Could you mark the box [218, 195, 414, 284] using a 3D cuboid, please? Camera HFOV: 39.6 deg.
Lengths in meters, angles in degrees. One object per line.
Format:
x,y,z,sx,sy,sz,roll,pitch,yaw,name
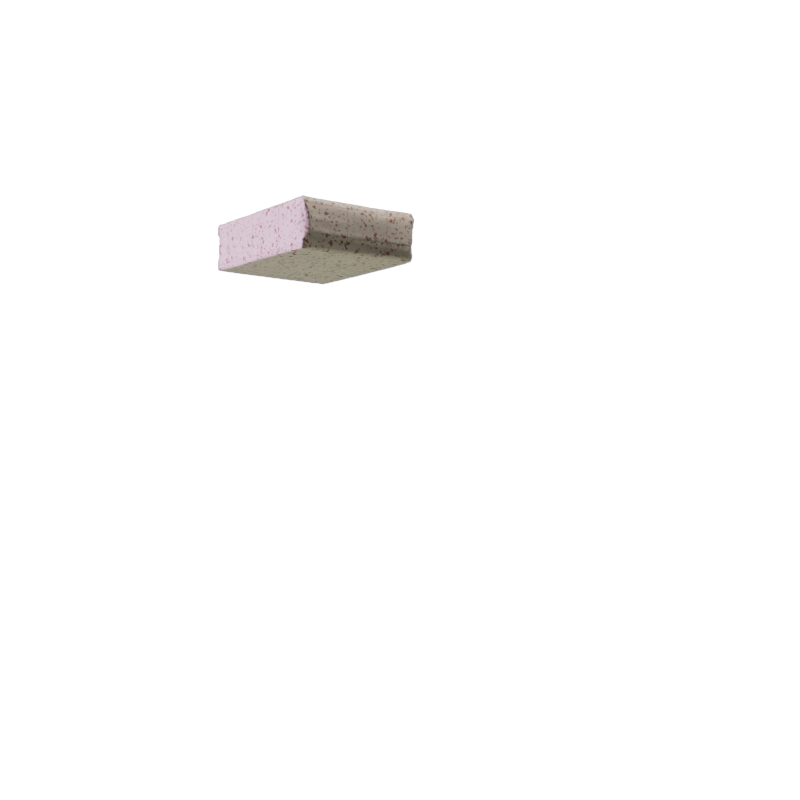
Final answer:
-0.048,-0.087,0.610,0.070,0.031,0.091,4,-6,-36,box
